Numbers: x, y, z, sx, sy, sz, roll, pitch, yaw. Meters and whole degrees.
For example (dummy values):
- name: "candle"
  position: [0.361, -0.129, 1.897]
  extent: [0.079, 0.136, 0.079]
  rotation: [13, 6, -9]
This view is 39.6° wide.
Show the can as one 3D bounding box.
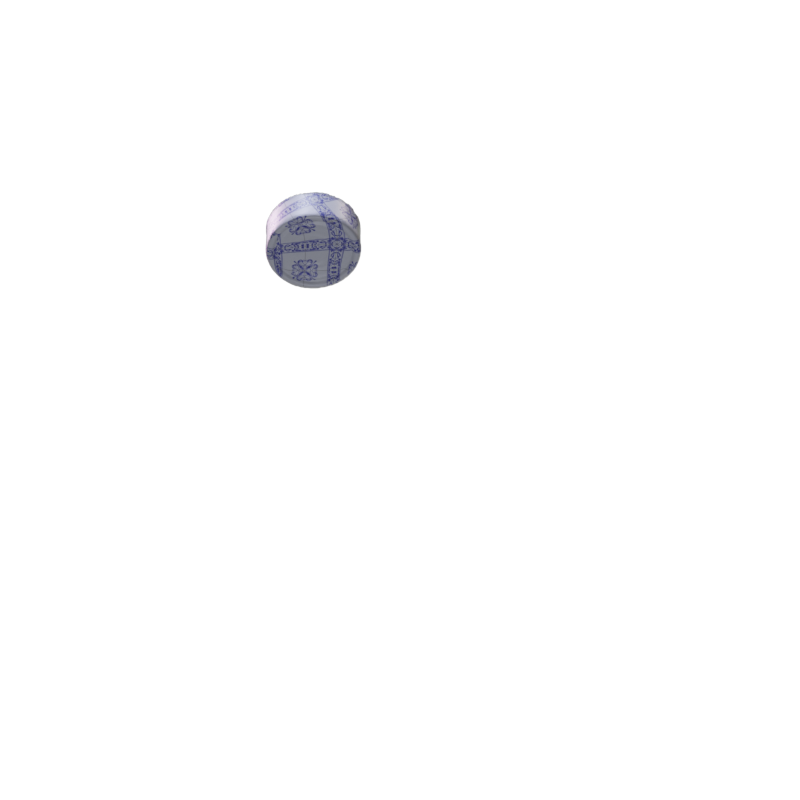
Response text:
- name: "can"
  position: [-0.077, -0.141, 0.986]
  extent: [0.086, 0.080, 0.036]
  rotation: [1, 42, -1]
